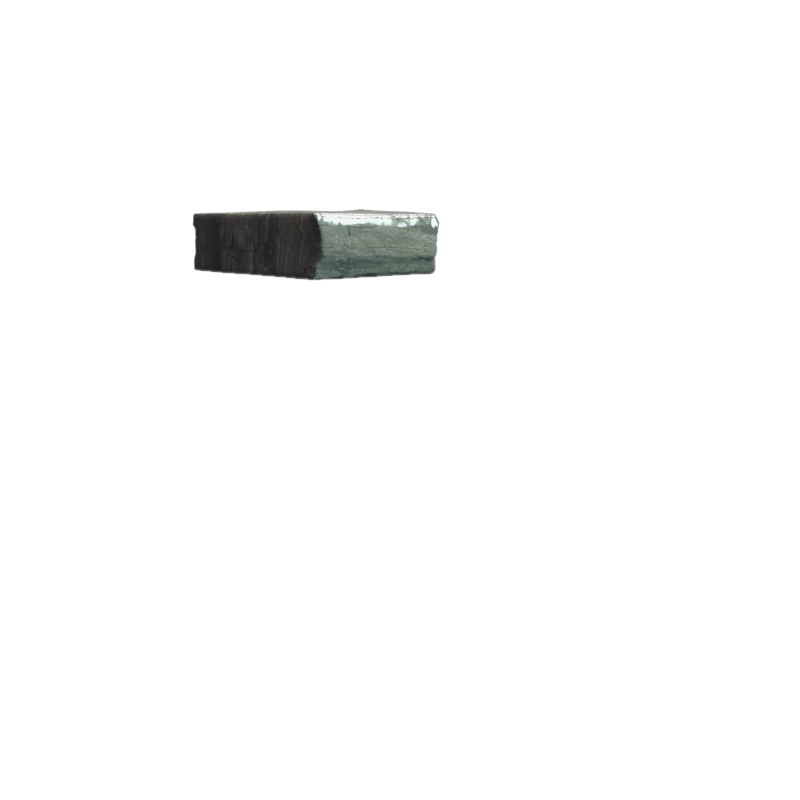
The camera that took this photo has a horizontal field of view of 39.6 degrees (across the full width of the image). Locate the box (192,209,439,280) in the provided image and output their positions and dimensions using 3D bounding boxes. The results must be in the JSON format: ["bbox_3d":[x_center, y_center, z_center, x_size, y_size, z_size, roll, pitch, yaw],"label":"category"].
[{"bbox_3d":[-0.039,-0.071,0.500,0.071,0.030,0.093,-7,10,-42],"label":"box"}]
